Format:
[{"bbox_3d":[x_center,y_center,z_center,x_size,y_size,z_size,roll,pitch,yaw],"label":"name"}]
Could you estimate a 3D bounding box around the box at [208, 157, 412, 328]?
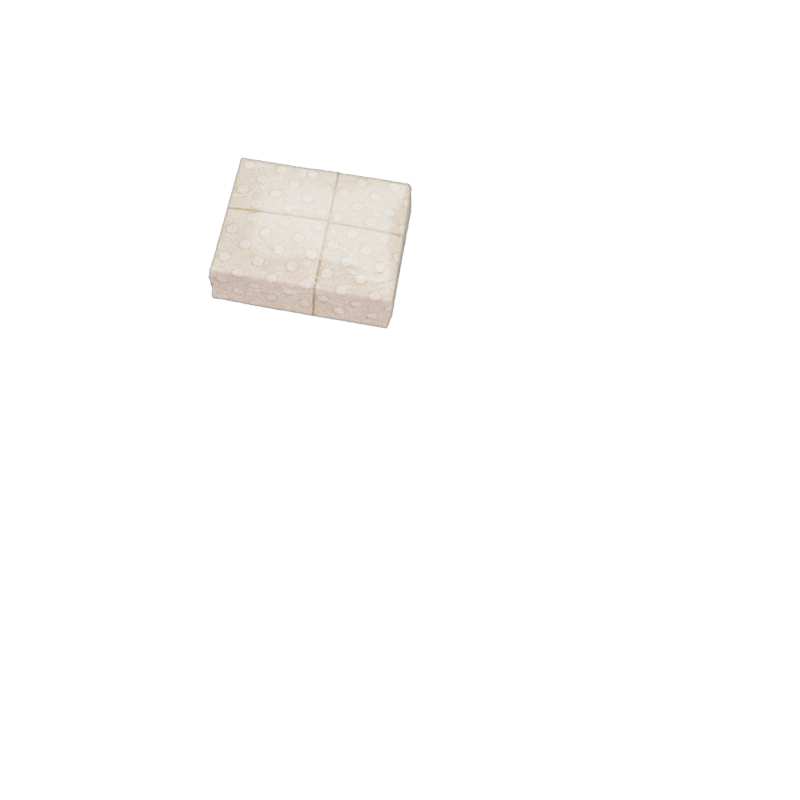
[{"bbox_3d":[-0.054,-0.098,0.688,0.114,0.095,0.036,8,-34,5],"label":"box"}]
